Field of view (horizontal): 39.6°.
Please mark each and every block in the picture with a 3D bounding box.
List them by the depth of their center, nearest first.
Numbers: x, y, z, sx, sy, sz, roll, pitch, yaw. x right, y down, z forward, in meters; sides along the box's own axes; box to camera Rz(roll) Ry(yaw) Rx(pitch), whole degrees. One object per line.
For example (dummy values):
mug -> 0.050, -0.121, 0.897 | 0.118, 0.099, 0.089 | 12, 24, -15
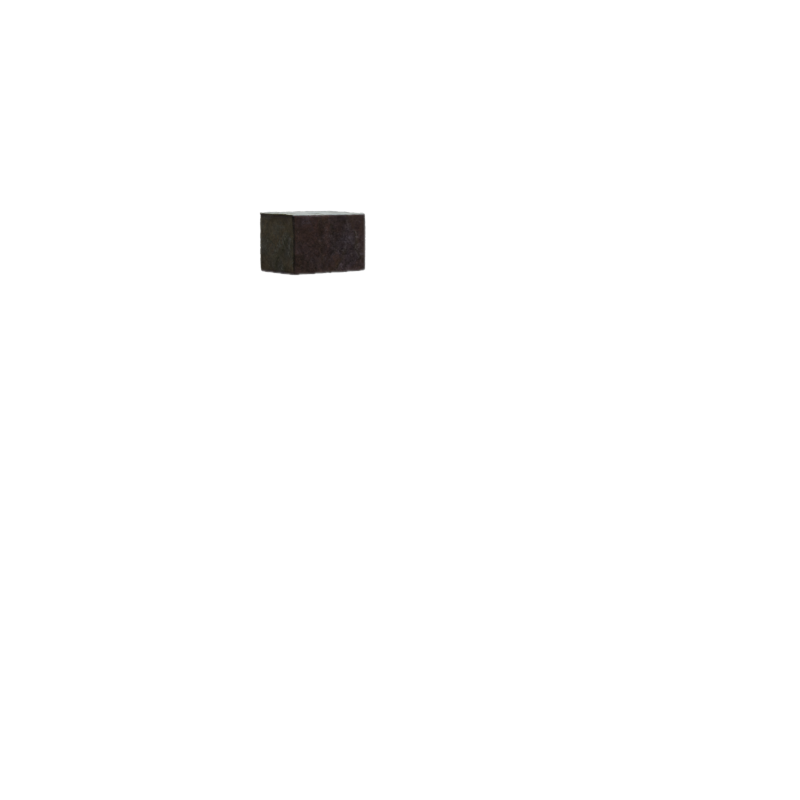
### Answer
block -> -0.075, -0.136, 0.952 | 0.075, 0.051, 0.055 | -7, 10, -38
